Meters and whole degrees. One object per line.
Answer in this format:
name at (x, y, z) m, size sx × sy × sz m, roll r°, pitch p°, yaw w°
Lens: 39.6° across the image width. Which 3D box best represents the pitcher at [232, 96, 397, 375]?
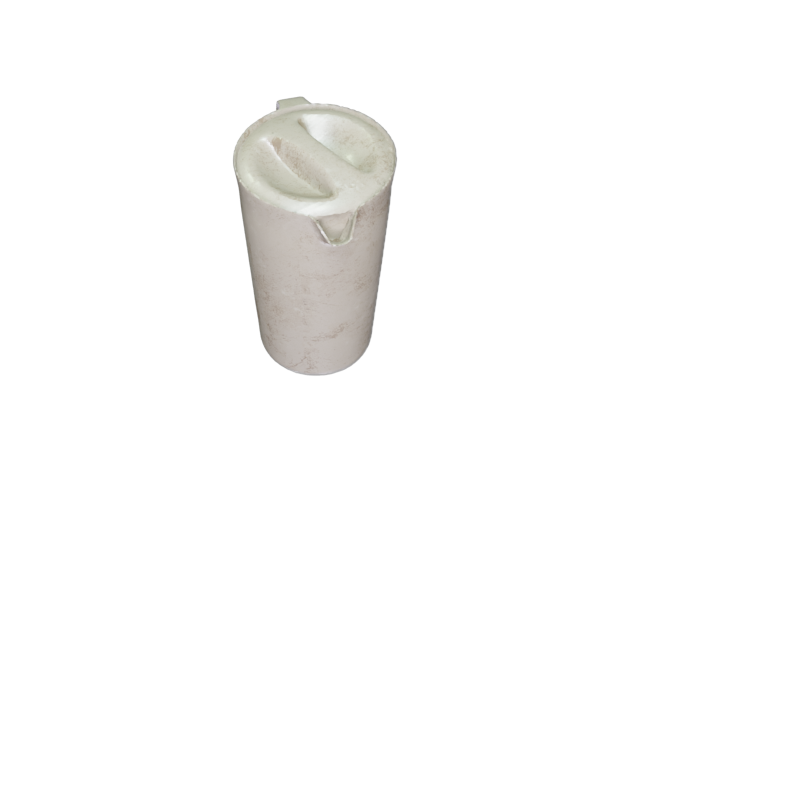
pitcher at (-0.077, -0.141, 0.989) m, size 0.150 × 0.154 × 0.227 m, roll 24°, pitch -36°, yaw 15°
